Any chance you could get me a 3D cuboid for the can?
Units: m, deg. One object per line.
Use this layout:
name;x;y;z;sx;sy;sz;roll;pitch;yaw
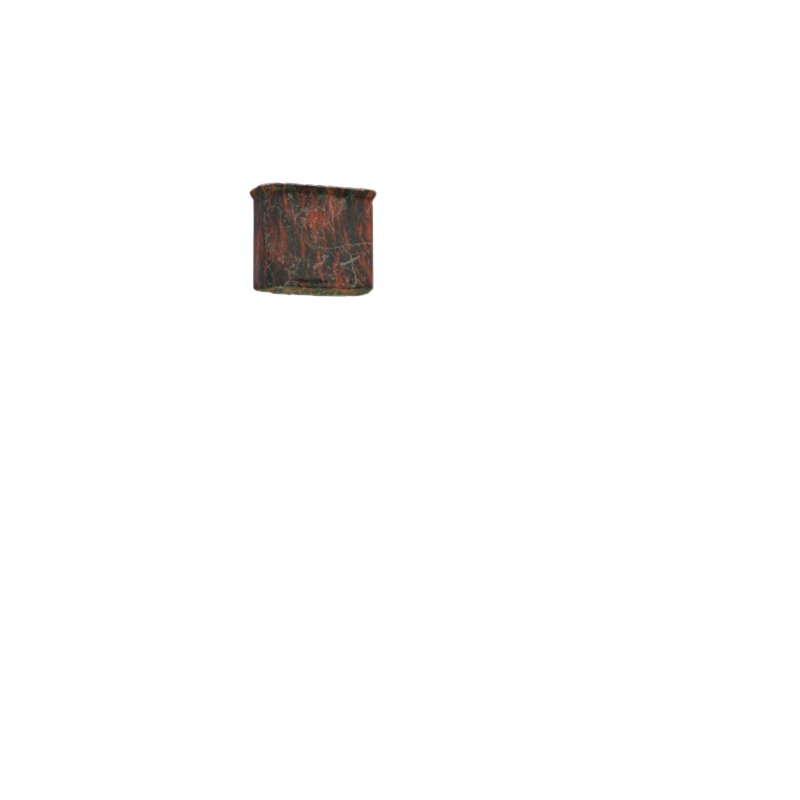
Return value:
can;-0.071;-0.129;0.903;0.099;0.085;0.058;1;-6;-22
